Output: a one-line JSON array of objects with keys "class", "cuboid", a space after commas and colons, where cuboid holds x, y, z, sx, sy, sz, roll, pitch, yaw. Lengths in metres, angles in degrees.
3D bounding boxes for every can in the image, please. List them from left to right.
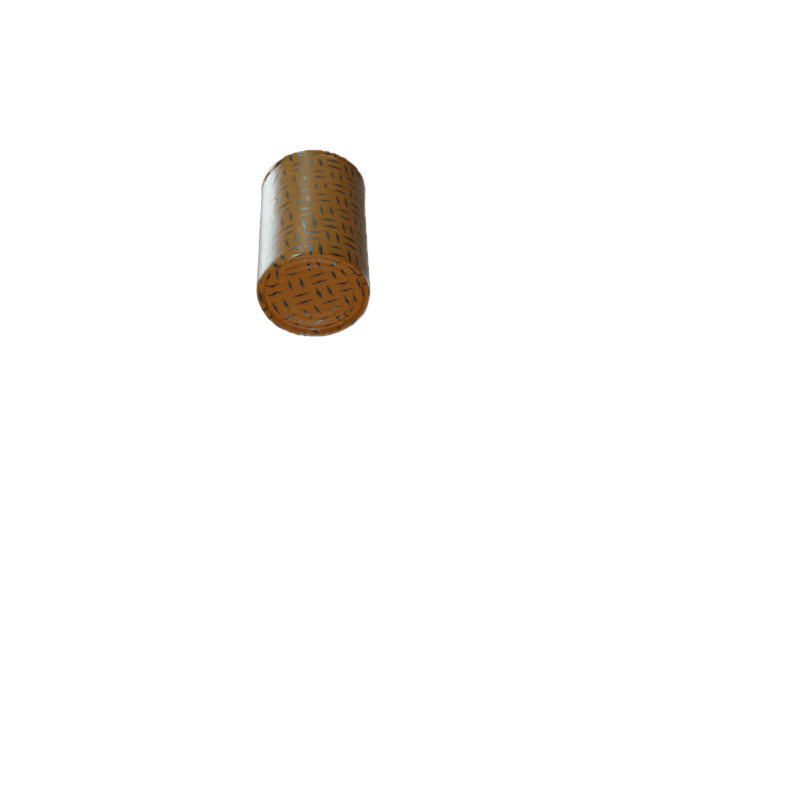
[{"class": "can", "cuboid": [-0.053, -0.097, 0.681, 0.068, 0.064, 0.110, -1, 44, -3]}]
